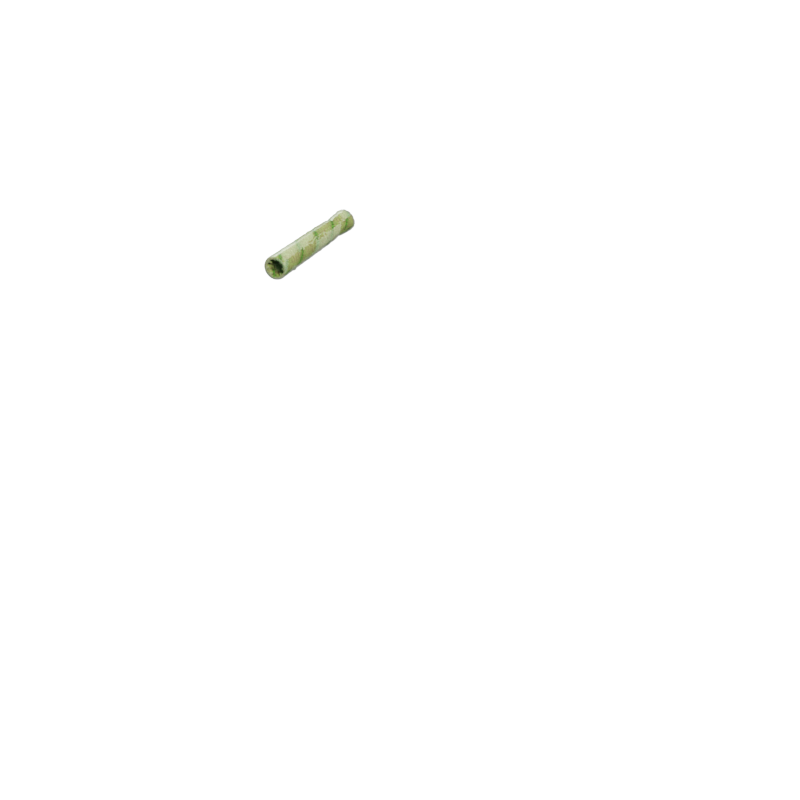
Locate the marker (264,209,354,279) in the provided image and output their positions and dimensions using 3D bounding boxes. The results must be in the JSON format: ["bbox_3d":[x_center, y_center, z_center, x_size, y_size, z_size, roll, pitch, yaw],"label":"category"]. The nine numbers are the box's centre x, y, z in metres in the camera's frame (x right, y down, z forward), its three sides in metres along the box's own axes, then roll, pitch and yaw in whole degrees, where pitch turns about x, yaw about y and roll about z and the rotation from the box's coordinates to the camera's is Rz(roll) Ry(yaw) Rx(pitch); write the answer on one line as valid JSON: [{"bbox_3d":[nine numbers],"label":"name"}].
[{"bbox_3d":[-0.069,-0.126,0.880,0.020,0.019,0.123,1,26,27],"label":"marker"}]
